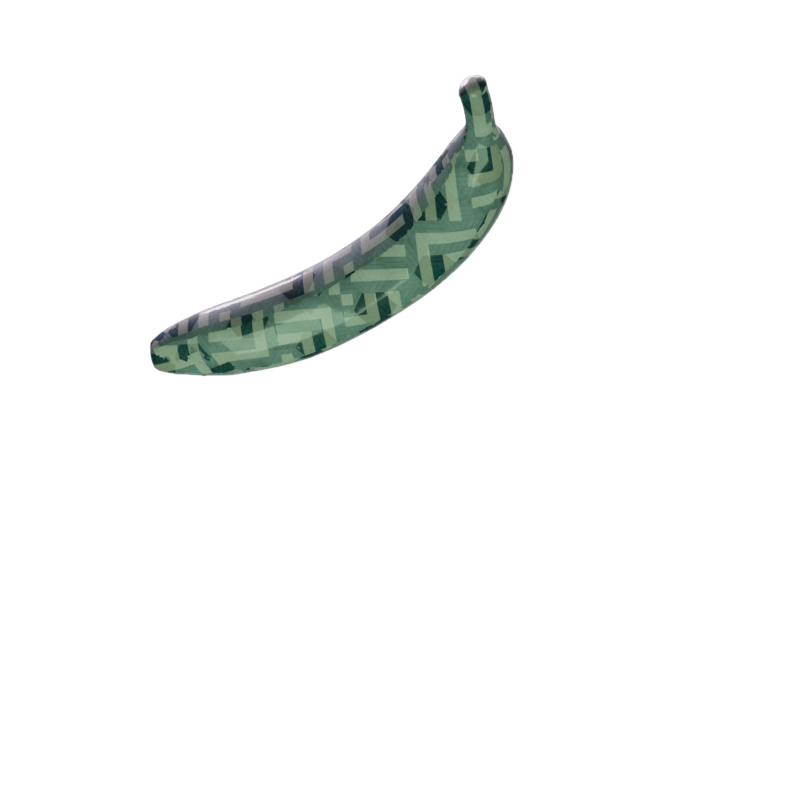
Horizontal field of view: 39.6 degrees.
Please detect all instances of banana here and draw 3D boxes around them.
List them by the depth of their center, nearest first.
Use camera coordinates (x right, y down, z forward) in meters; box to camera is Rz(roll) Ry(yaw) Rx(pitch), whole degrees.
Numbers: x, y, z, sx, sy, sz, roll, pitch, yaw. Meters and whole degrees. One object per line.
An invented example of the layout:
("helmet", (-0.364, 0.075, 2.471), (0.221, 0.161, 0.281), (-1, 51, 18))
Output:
("banana", (-0.021, -0.059, 0.470), (0.196, 0.039, 0.066), (-37, -59, 25))
